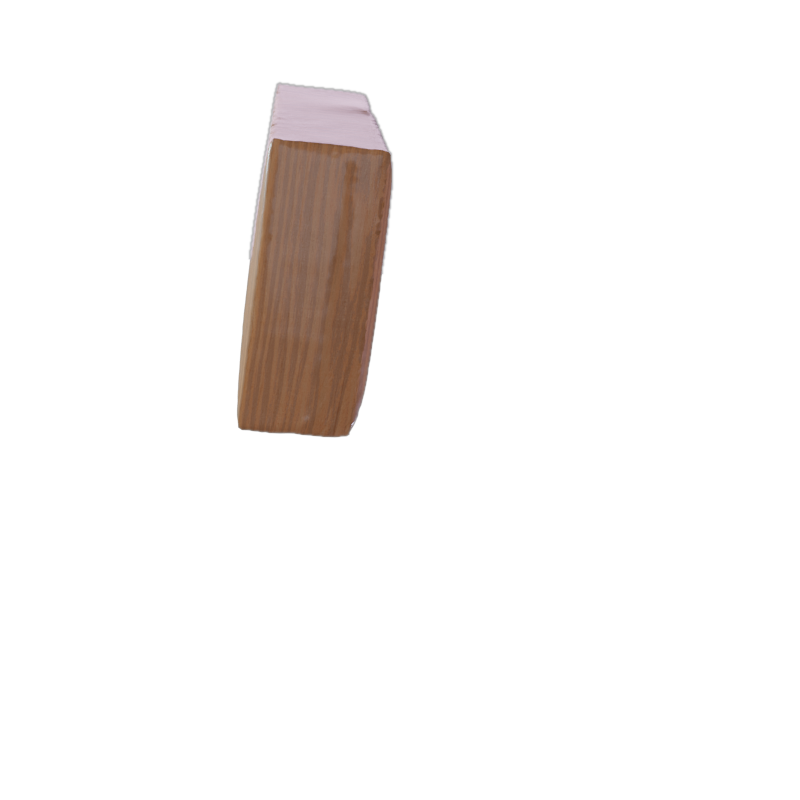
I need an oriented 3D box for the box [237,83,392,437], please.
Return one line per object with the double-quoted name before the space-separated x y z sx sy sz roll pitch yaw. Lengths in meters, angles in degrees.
"box" -0.053 -0.097 0.680 0.071 0.158 0.224 6 20 -7
